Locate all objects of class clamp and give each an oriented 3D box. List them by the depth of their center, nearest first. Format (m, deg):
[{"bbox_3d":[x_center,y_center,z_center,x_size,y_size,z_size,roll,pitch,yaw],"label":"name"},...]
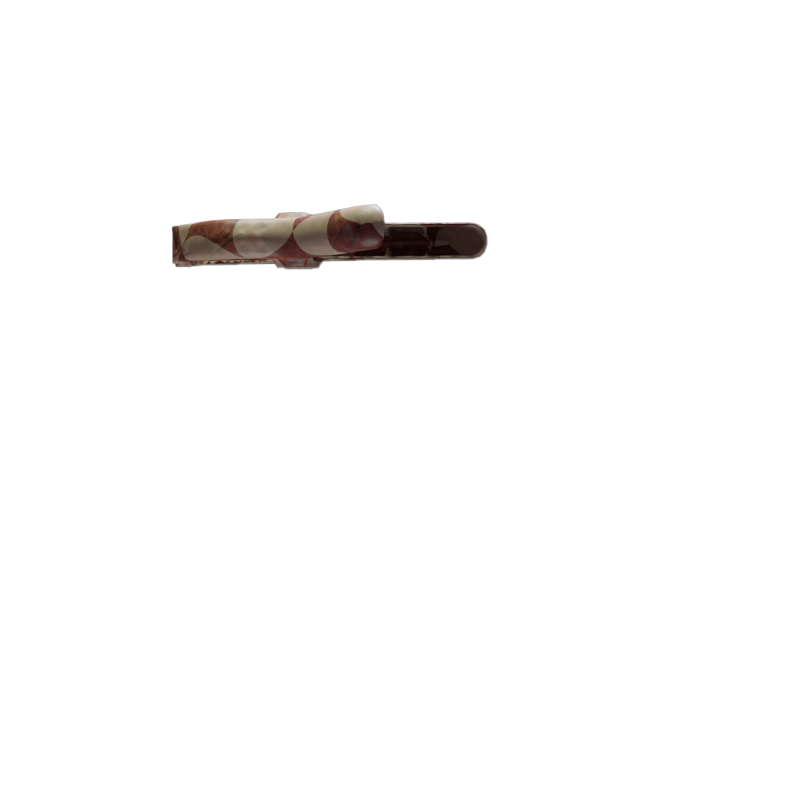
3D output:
[{"bbox_3d":[-0.057,-0.104,0.729,0.218,0.036,0.158,2,4,35],"label":"clamp"}]
